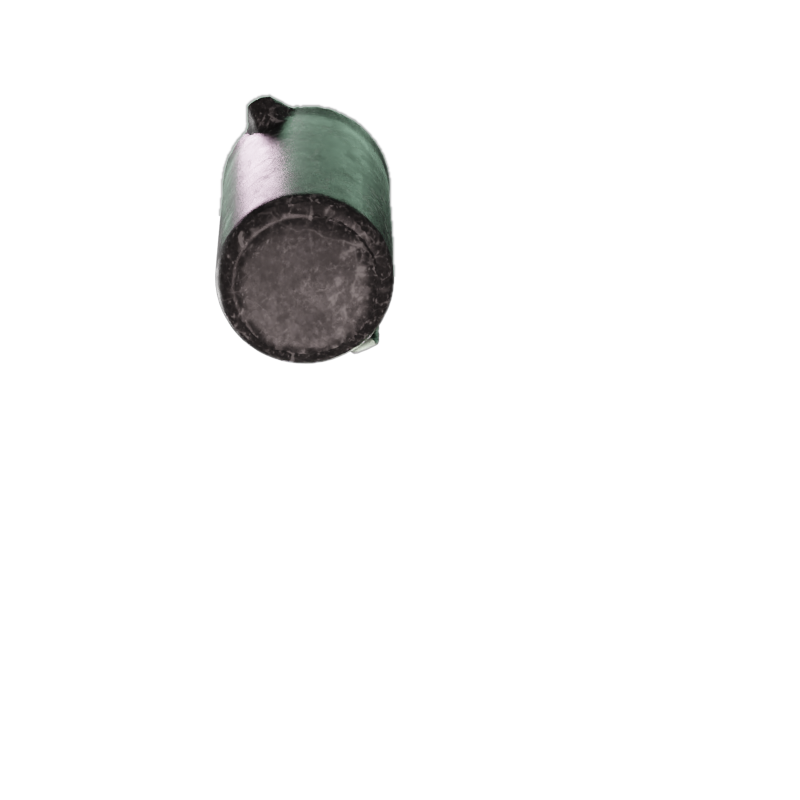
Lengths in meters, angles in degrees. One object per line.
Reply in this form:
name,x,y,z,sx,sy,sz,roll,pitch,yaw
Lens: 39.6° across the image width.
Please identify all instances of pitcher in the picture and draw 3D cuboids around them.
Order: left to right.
pitcher,-0.061,-0.110,0.774,0.147,0.140,0.255,18,21,-11
